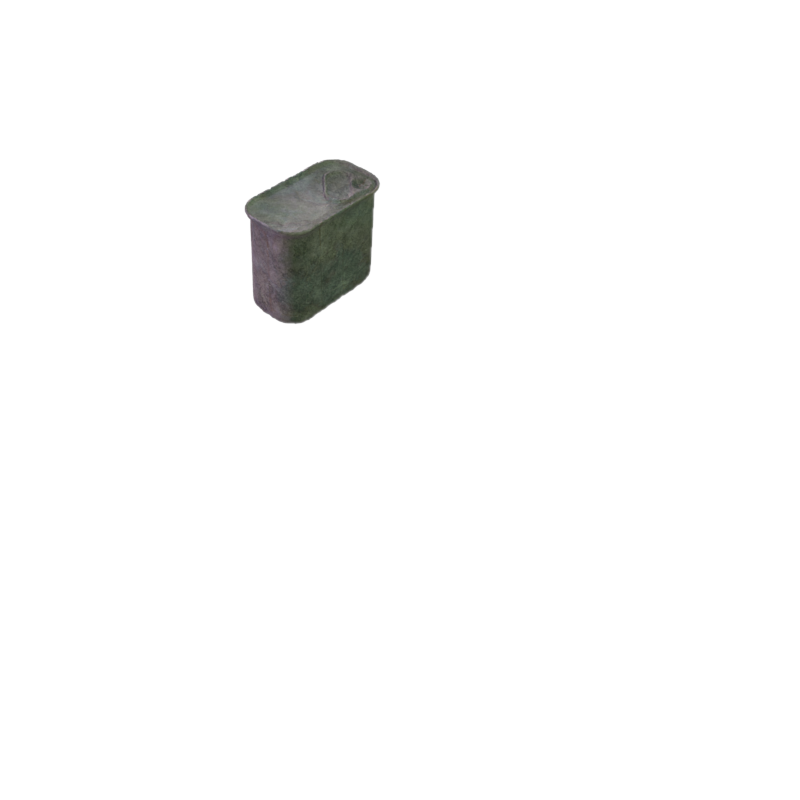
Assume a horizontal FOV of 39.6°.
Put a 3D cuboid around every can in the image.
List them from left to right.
[{"bbox_3d":[-0.063,-0.116,0.811,0.061,0.078,0.103,29,47,29],"label":"can"}]
